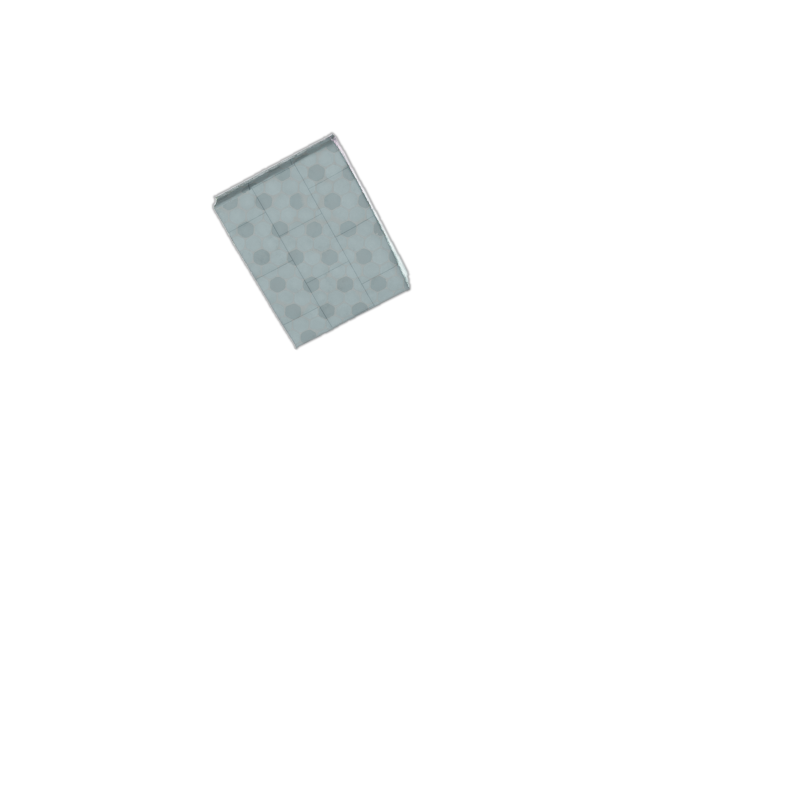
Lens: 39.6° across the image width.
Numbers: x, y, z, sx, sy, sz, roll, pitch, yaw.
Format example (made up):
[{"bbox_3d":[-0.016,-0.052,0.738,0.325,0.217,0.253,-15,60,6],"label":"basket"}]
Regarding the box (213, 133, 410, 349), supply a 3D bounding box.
[{"bbox_3d":[-0.056,-0.103,0.722,0.090,0.110,0.040,-27,13,6],"label":"box"}]
